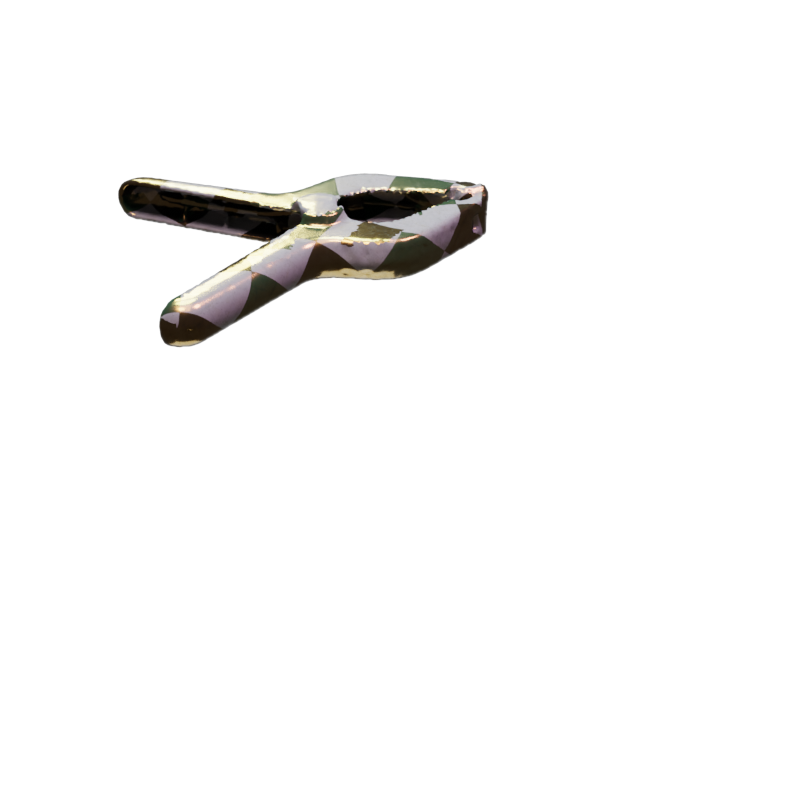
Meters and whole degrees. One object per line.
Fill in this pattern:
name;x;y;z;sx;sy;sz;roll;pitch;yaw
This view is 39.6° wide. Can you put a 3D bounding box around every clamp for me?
clamp;-0.048;-0.087;0.608;0.208;0.034;0.177;-6;35;-9
